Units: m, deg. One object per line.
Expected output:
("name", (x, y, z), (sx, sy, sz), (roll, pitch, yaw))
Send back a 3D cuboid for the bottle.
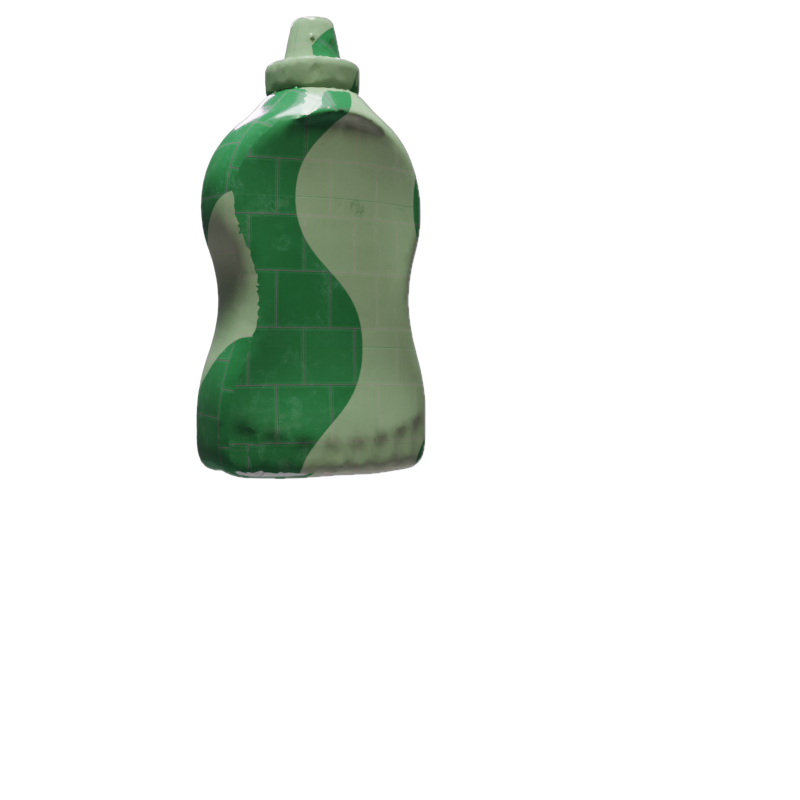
("bottle", (-0.037, -0.067, 0.470), (0.093, 0.194, 0.060), (1, -5, -27))
